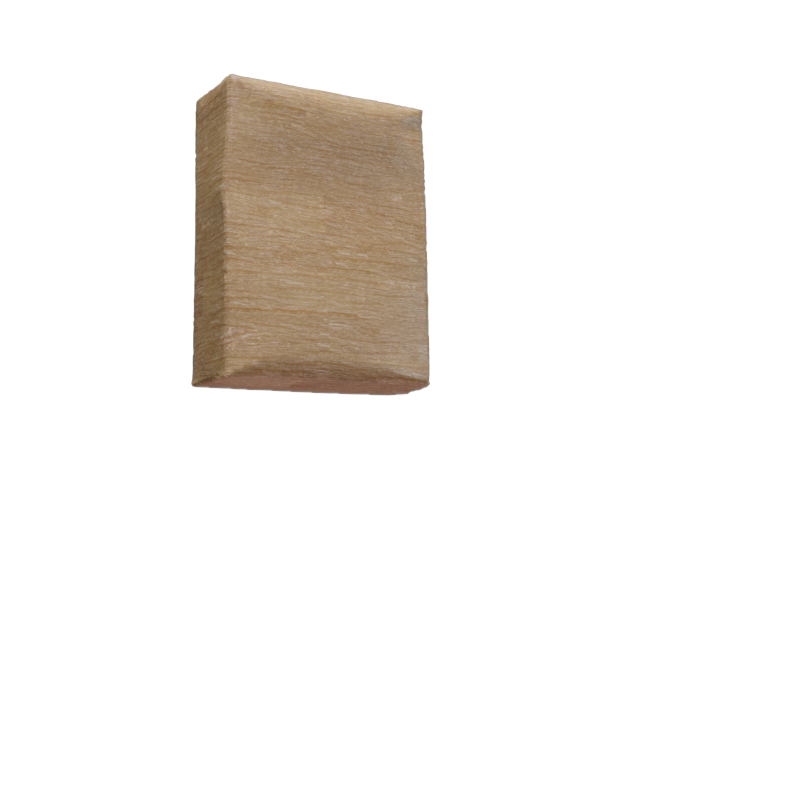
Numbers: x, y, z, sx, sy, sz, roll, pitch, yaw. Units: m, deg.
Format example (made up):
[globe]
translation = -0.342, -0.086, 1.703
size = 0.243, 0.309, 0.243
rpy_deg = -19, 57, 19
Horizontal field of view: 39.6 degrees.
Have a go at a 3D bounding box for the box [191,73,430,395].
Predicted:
[box]
translation = -0.063, -0.114, 0.801
size = 0.158, 0.220, 0.072
rpy_deg = 5, -13, -28
